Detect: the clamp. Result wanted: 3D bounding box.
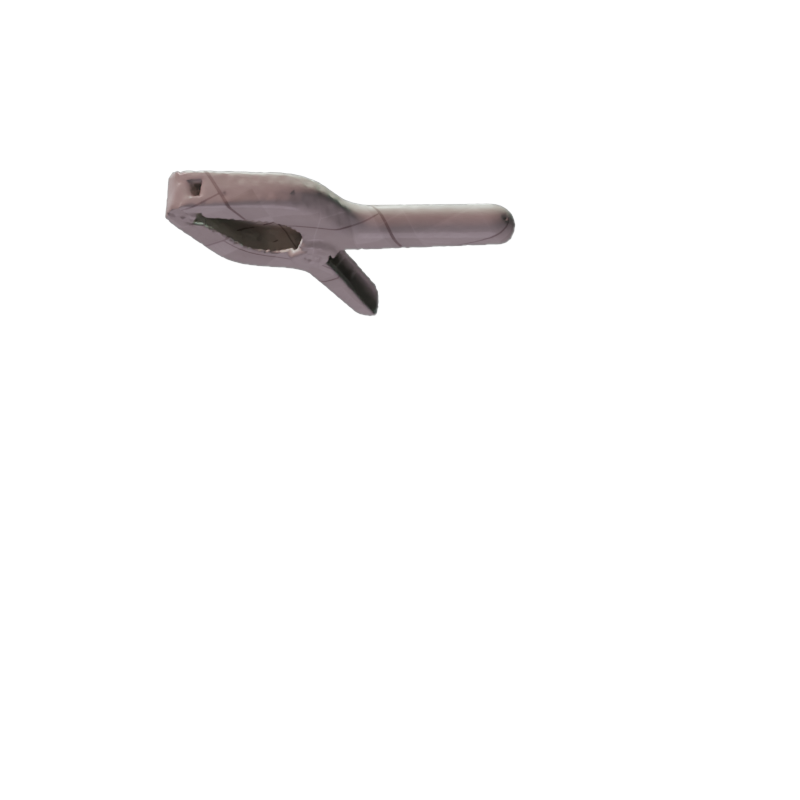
[{"bbox_3d":[-0.056,-0.102,0.717,0.202,0.038,0.162,9,-22,-24],"label":"clamp"}]
